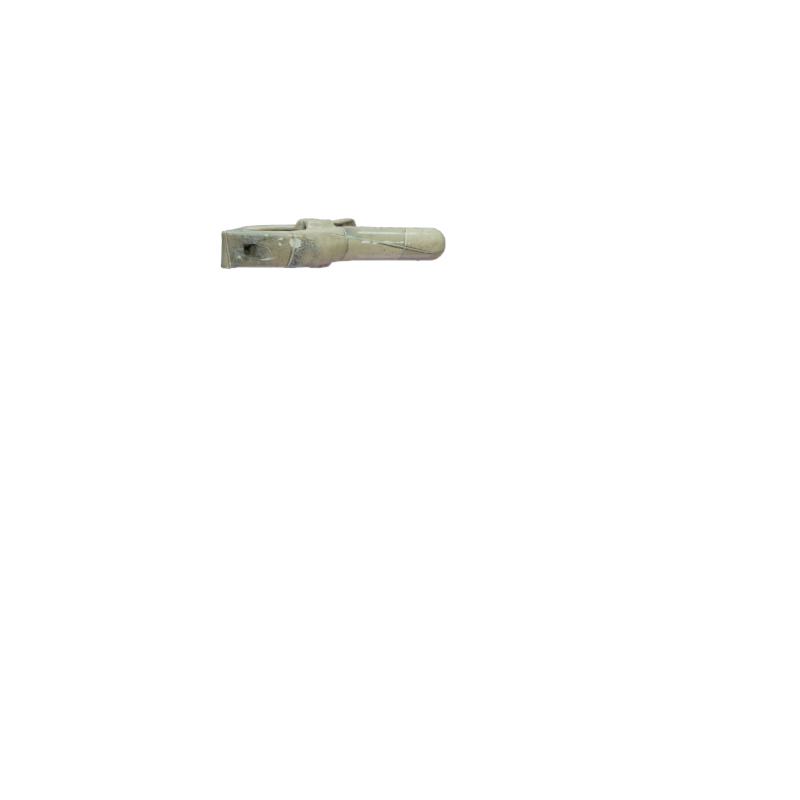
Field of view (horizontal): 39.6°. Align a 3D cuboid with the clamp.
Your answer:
[{"bbox_3d":[-0.066,-0.120,0.840,0.166,0.039,0.125,-4,8,-30],"label":"clamp"}]
